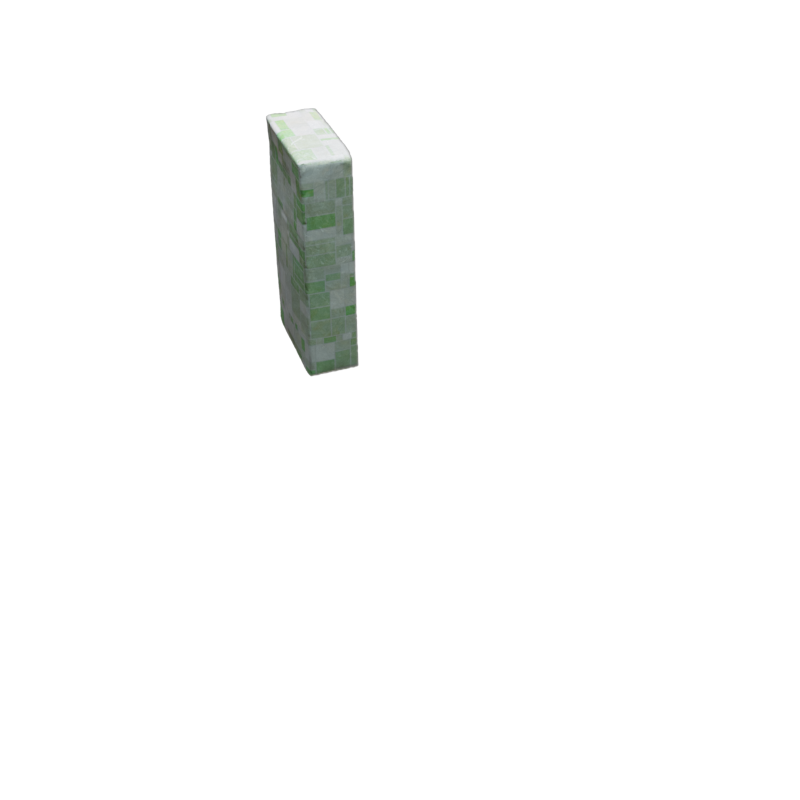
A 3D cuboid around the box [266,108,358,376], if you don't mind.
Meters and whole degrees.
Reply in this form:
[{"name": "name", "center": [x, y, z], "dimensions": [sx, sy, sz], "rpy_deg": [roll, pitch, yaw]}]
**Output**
[{"name": "box", "center": [-0.064, -0.117, 0.822], "dimensions": [0.047, 0.166, 0.101], "rpy_deg": [-8, 34, -17]}]
